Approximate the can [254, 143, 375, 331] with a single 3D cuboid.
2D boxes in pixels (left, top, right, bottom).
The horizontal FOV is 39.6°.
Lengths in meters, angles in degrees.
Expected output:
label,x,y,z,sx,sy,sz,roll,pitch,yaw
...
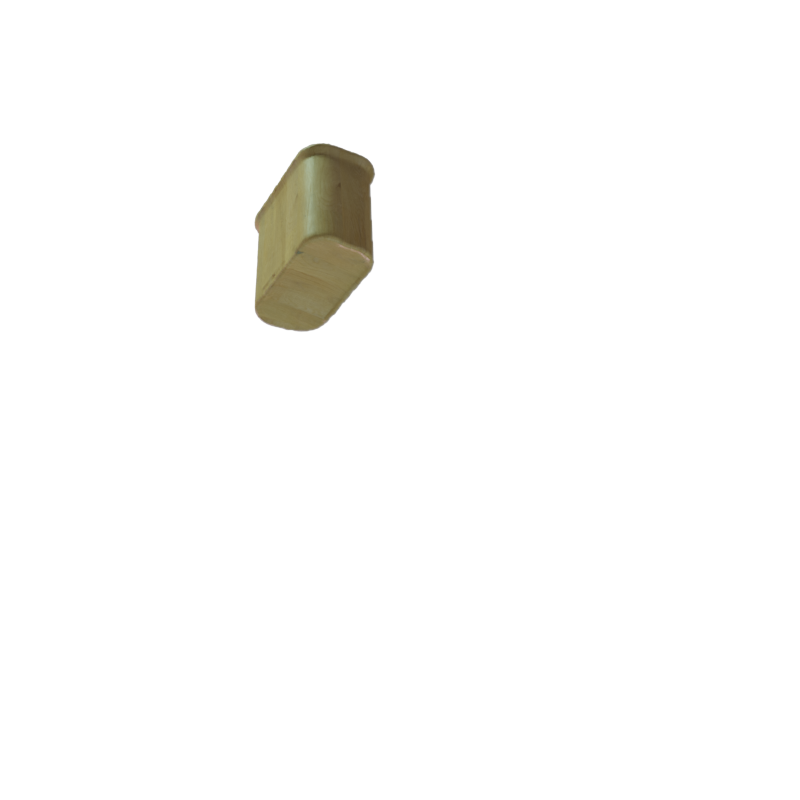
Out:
label,x,y,z,sx,sy,sz,roll,pitch,yaw
can,-0.058,-0.106,0.745,0.055,0.090,0.099,18,-42,-24
